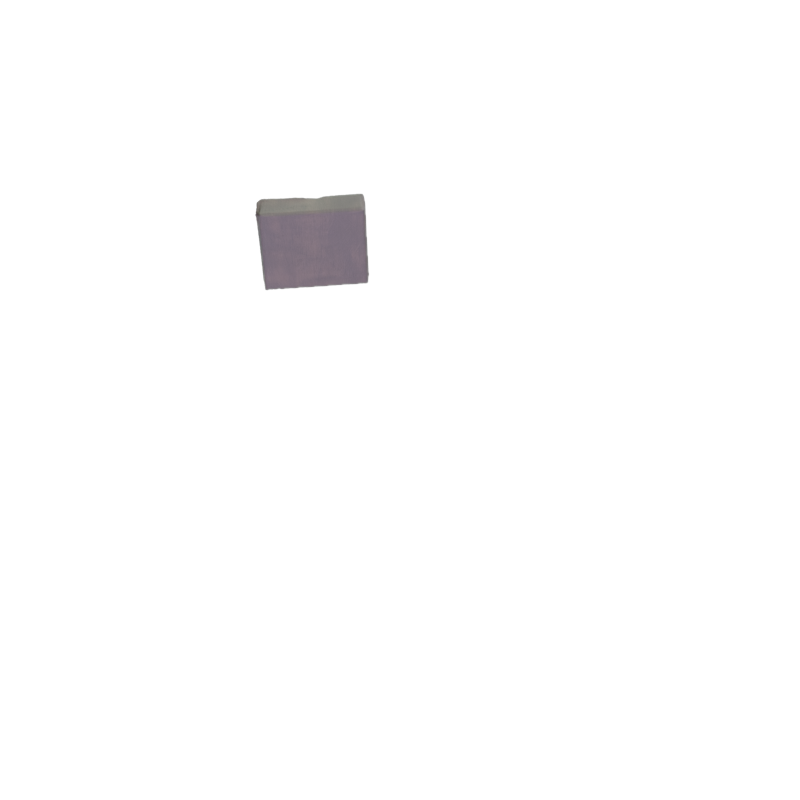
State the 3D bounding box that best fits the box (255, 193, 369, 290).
[{"bbox_3d":[-0.072,-0.131,0.917,0.089,0.068,0.032,-3,35,1],"label":"box"}]
